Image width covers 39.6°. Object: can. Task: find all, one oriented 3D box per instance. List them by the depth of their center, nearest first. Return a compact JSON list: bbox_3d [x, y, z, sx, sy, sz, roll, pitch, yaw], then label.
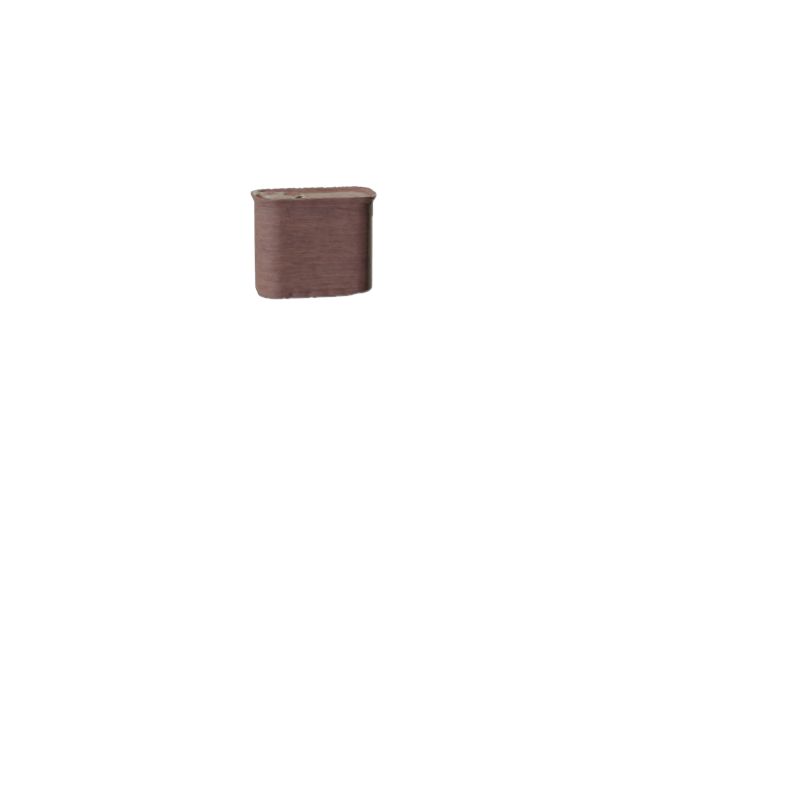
[{"bbox_3d":[-0.072,-0.131,0.918,0.101,0.081,0.060,-3,15,-10],"label":"can"}]
